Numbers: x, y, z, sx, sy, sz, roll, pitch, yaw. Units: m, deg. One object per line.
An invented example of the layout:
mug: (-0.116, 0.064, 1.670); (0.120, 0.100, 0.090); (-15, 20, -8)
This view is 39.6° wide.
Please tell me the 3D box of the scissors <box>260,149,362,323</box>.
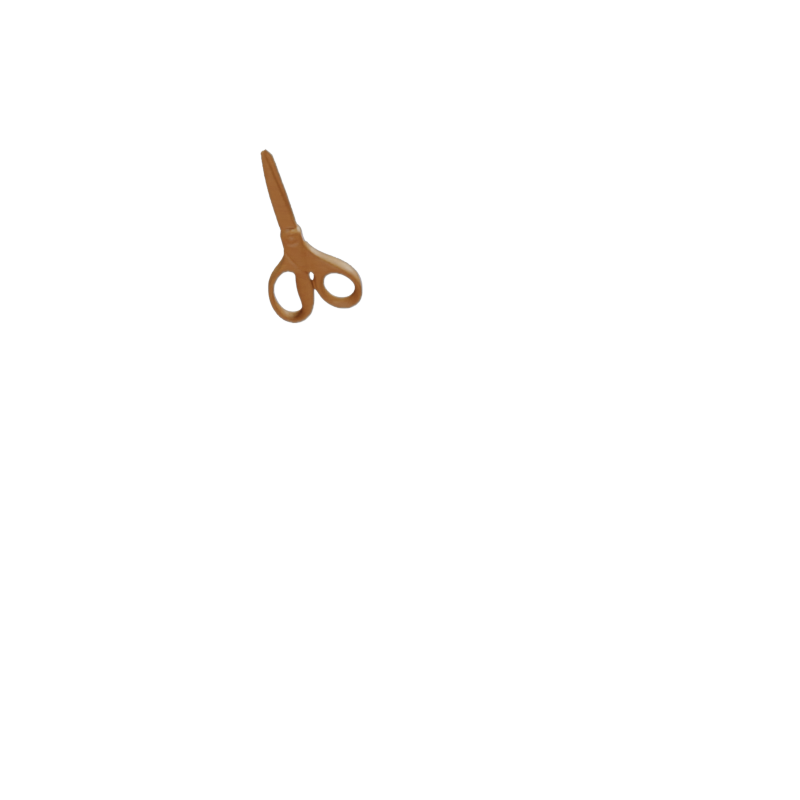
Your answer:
scissors: (-0.077, -0.140, 0.978); (0.096, 0.017, 0.189); (4, -42, -4)
